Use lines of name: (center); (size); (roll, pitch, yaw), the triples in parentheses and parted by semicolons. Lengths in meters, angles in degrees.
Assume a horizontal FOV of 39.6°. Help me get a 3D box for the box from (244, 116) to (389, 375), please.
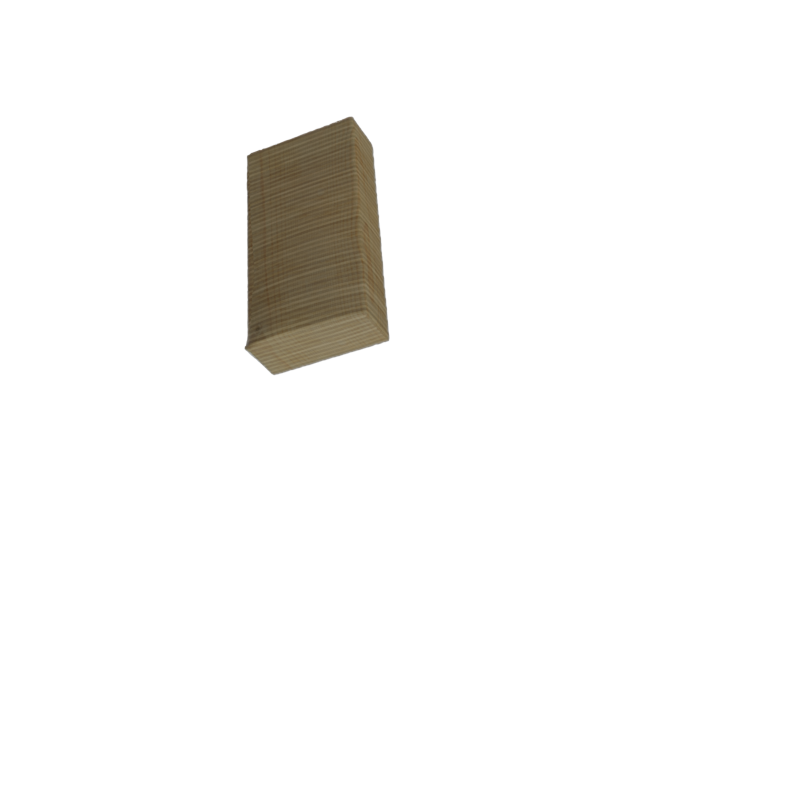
box: (-0.062, -0.113, 0.790); (0.094, 0.189, 0.044); (-17, -38, 19)
